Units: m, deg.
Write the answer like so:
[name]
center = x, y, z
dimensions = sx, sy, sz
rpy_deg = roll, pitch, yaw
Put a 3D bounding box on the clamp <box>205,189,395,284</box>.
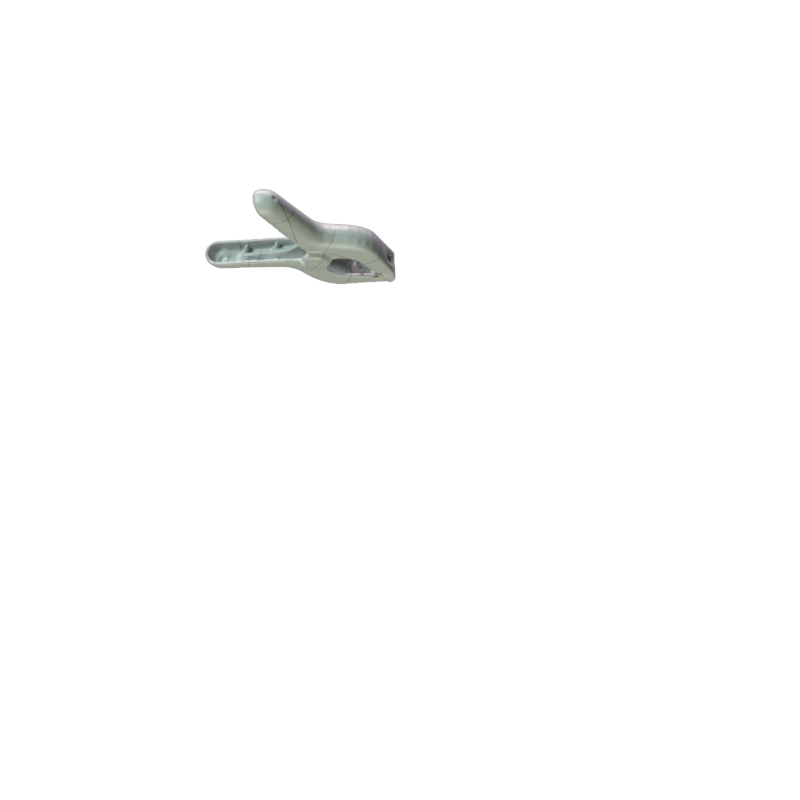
[clamp]
center = -0.076, -0.139, 0.976
dimensions = 0.167, 0.041, 0.118
rpy_deg = 5, -17, -18
